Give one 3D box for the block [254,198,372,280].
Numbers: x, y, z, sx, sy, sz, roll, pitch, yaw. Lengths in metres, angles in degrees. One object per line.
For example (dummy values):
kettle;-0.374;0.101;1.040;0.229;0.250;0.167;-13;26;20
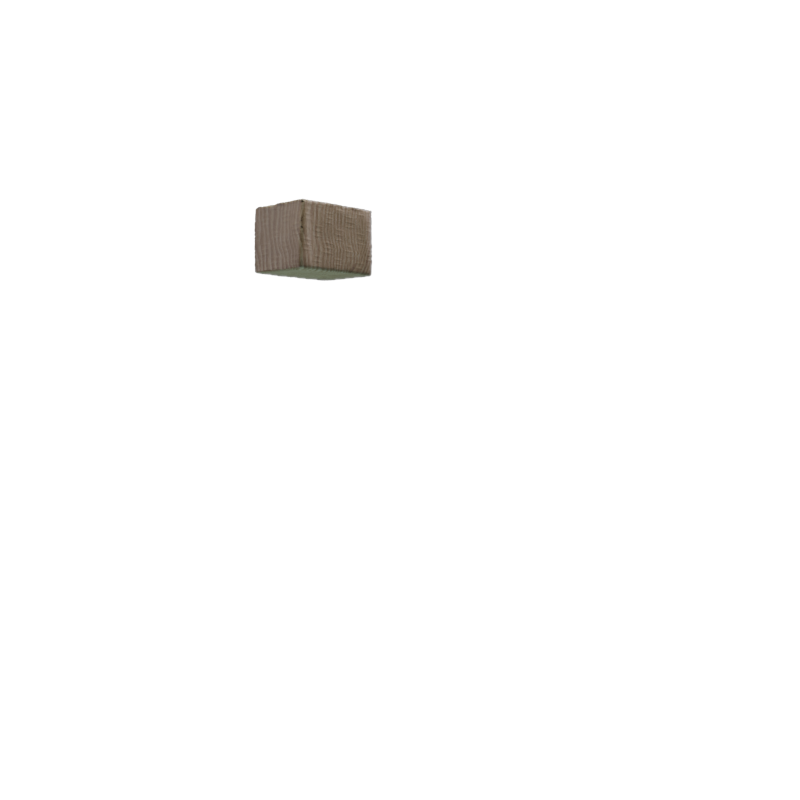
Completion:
block;-0.066;-0.120;0.842;0.054;0.052;0.074;-4;-4;42
